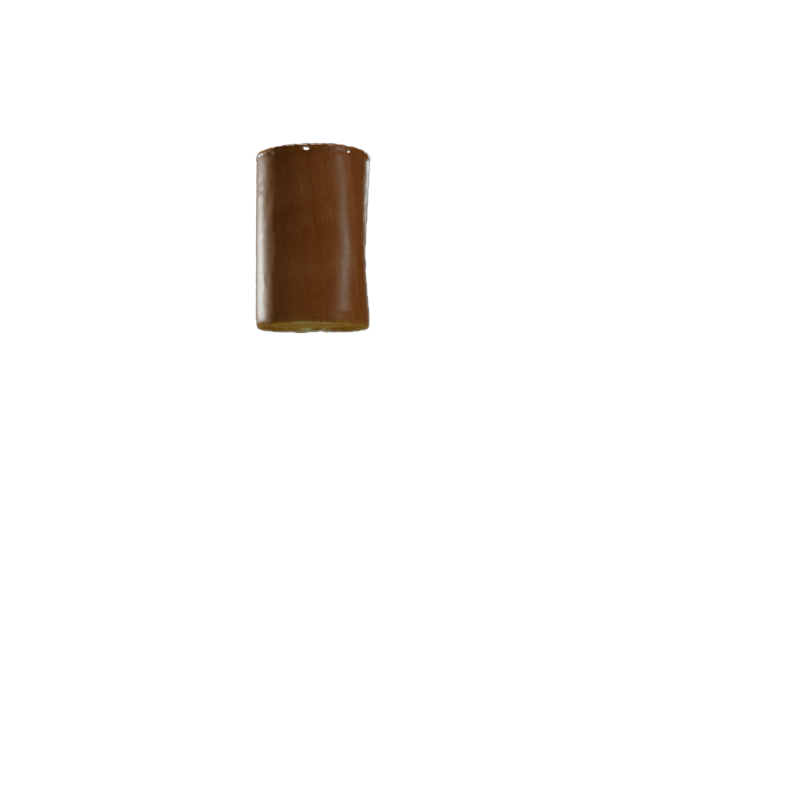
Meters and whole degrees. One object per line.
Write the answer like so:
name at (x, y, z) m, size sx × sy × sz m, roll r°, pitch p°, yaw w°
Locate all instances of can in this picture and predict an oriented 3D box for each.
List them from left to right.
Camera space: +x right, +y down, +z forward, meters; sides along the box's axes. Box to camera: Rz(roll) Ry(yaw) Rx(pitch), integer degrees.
can at (-0.051, -0.092, 0.648) m, size 0.068 × 0.104 × 0.067 m, roll 0°, pitch -7°, yaw -2°
